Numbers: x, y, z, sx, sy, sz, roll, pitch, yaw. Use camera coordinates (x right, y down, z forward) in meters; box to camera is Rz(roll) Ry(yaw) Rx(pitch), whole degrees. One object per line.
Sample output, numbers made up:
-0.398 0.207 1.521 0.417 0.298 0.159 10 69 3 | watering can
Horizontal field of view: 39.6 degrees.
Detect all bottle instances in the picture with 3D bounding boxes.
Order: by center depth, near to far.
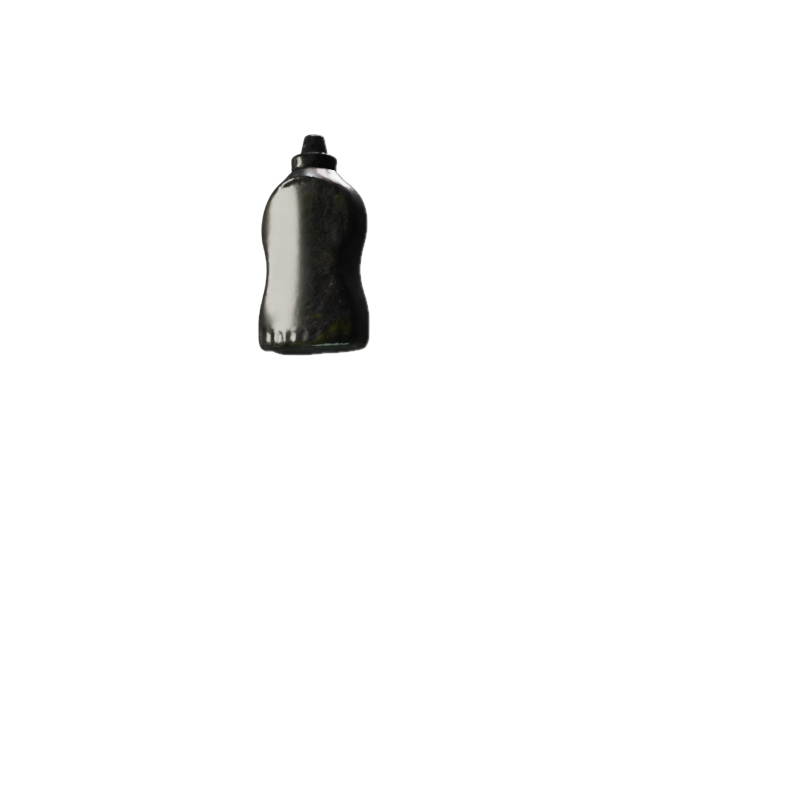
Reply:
-0.075 -0.138 0.964 0.098 0.197 0.055 -7 -13 29 | bottle
